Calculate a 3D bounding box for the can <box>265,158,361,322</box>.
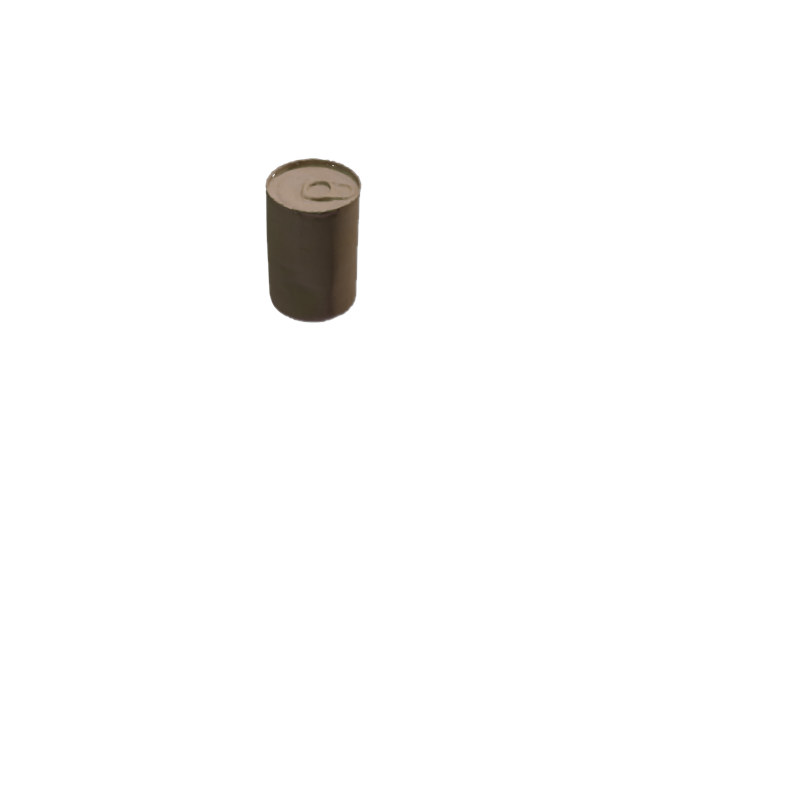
[{"bbox_3d":[-0.064,-0.116,0.811,0.068,0.095,0.073,0,40,-3],"label":"can"}]
